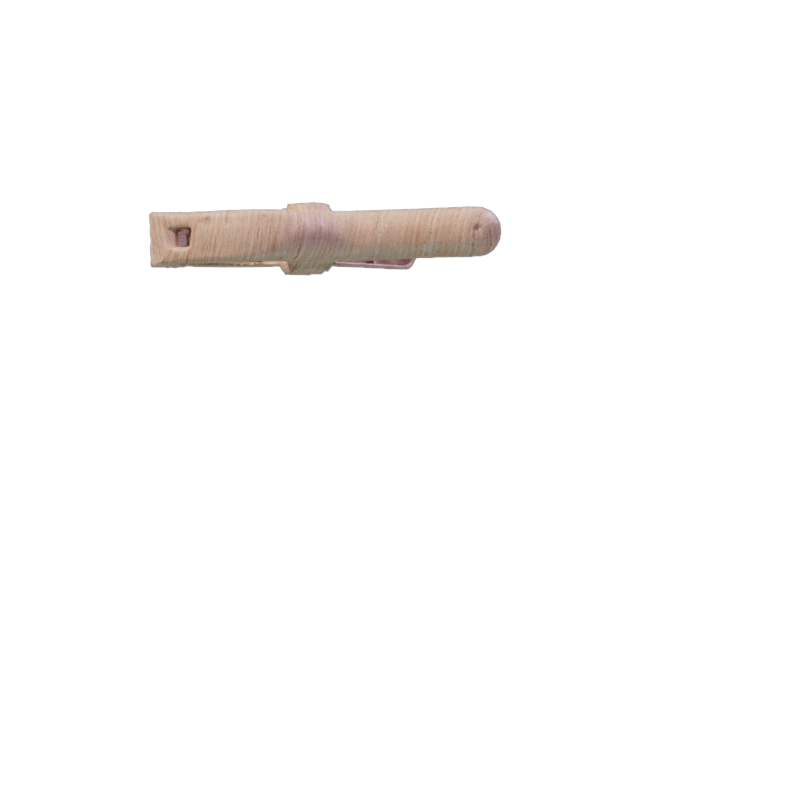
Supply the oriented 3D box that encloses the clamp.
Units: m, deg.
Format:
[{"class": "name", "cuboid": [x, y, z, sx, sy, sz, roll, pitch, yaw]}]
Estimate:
[{"class": "clamp", "cuboid": [-0.046, -0.083, 0.582, 0.169, 0.040, 0.119, 1, -4, -10]}]
